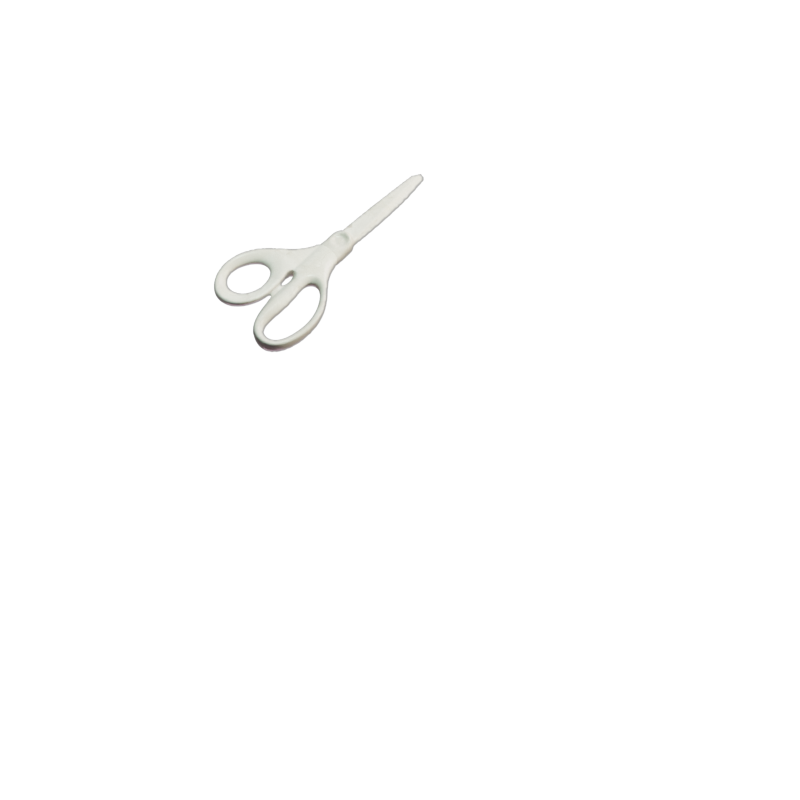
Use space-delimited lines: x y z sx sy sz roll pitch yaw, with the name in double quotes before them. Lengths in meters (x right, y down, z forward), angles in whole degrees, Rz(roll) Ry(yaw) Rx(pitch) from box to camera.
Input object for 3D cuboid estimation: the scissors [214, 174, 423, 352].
"scissors" -0.067 -0.122 0.856 0.099 0.209 0.015 22 -32 14
